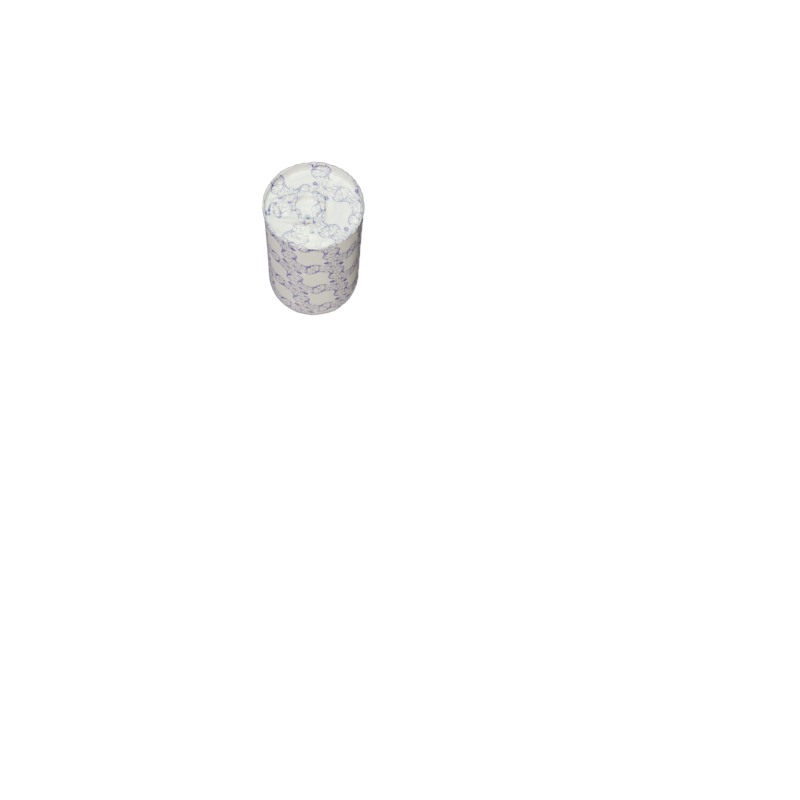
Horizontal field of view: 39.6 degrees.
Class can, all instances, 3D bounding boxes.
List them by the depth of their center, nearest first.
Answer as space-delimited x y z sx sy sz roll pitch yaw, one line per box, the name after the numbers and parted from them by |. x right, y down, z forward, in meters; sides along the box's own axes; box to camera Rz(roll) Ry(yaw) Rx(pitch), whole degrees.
-0.061 -0.111 0.776 0.068 0.073 0.097 0 -25 -3 | can
